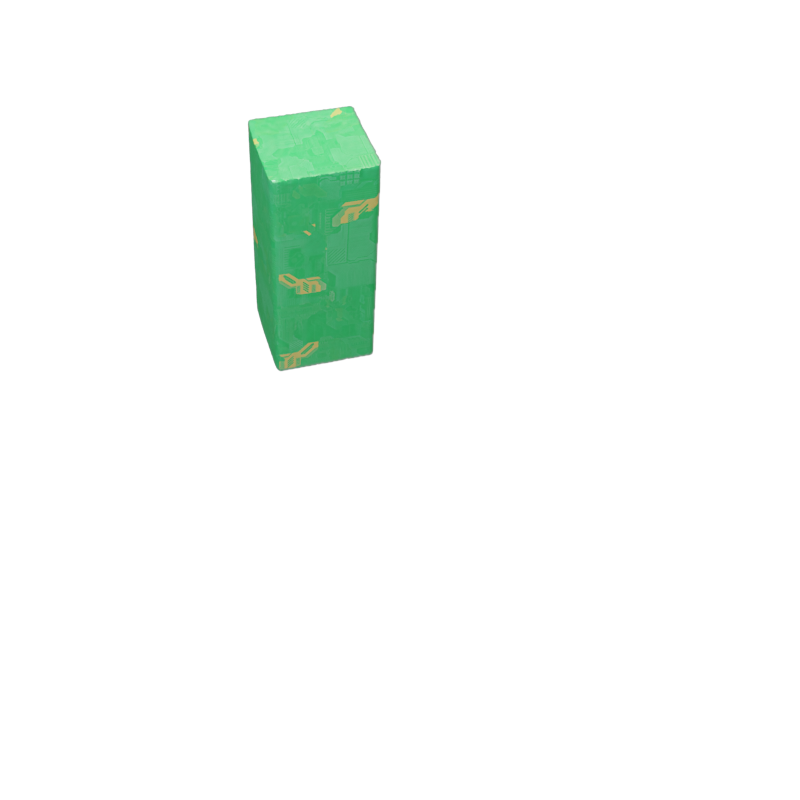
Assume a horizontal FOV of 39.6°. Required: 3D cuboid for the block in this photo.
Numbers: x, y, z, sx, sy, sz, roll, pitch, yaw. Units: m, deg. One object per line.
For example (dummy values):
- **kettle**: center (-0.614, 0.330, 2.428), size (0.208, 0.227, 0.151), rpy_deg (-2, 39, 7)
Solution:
- **block**: center (-0.073, -0.133, 0.935), size (0.090, 0.192, 0.098), rpy_deg (-9, 45, -13)
